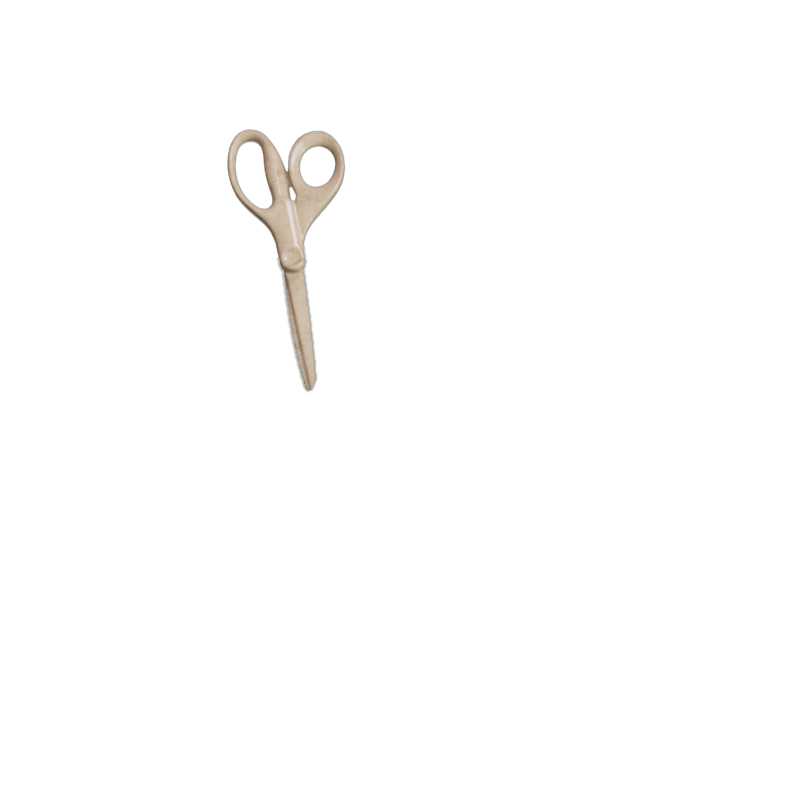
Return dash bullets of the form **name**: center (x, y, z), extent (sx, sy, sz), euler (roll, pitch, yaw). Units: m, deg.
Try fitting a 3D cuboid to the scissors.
- **scissors**: center (-0.063, -0.116, 0.809), extent (0.096, 0.211, 0.015), euler (-22, -18, -8)
